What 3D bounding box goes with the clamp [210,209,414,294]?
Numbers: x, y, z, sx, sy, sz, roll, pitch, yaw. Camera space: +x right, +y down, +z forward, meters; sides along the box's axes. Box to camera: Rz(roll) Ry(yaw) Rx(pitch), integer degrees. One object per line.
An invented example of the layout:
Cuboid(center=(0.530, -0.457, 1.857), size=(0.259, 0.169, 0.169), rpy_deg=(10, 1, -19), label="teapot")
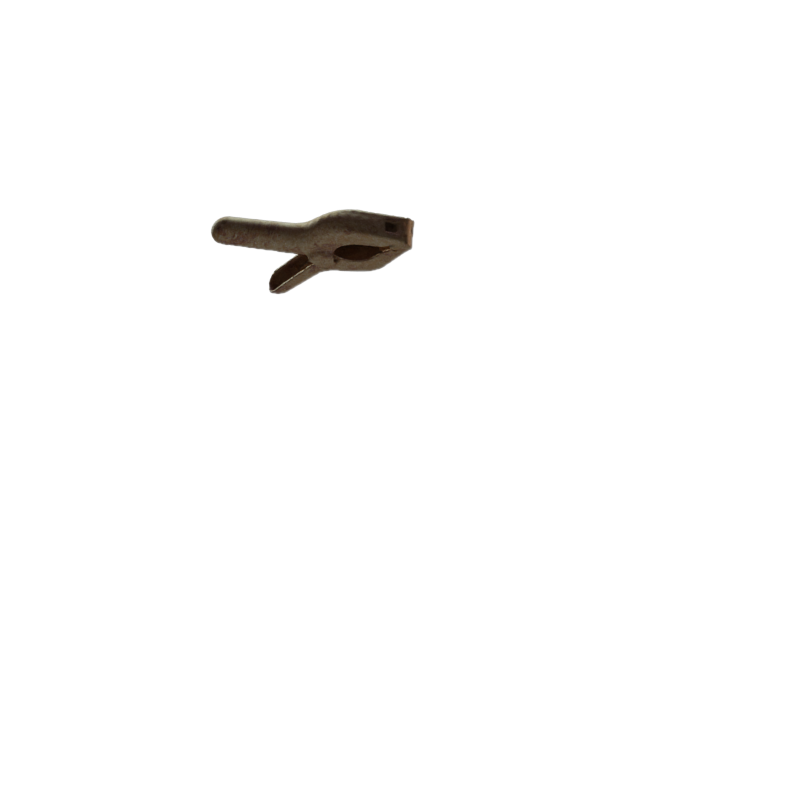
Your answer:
Cuboid(center=(-0.075, -0.137, 0.958), size=(0.174, 0.041, 0.112), rpy_deg=(-11, -22, 31), label="clamp")
